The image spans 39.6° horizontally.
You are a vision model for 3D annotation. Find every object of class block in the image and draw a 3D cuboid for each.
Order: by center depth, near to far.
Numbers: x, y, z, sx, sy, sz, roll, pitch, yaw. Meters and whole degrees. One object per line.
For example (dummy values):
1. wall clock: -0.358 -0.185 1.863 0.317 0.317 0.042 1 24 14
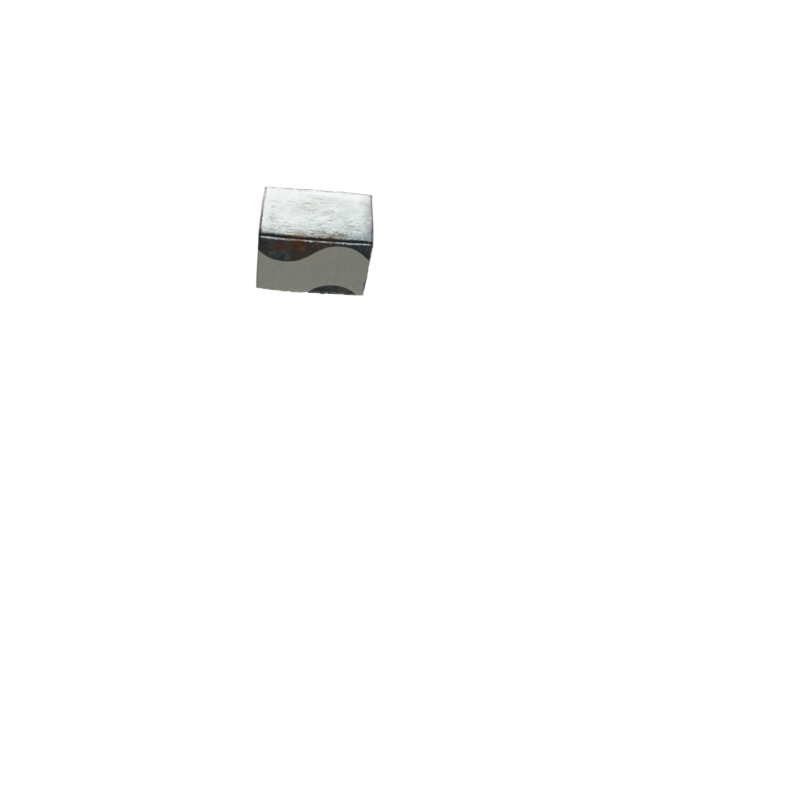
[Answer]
1. block: -0.060 -0.109 0.766 0.077 0.055 0.049 4 -43 -6
